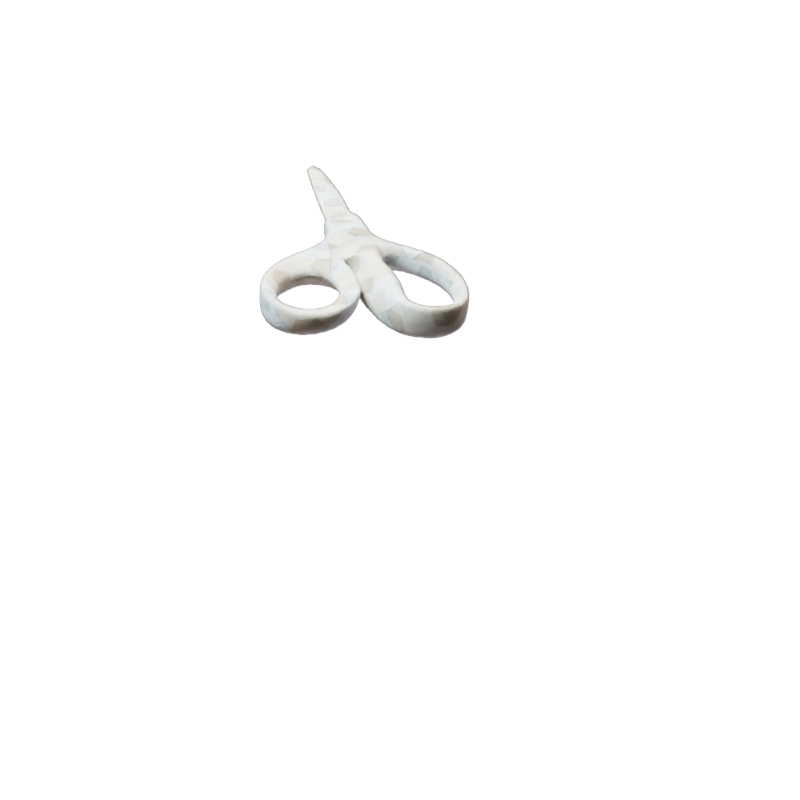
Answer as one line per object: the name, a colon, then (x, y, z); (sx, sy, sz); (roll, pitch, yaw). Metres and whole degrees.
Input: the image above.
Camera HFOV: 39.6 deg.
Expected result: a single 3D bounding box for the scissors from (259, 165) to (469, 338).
scissors: (-0.041, -0.075, 0.525); (0.094, 0.015, 0.217); (-13, 31, -23)
